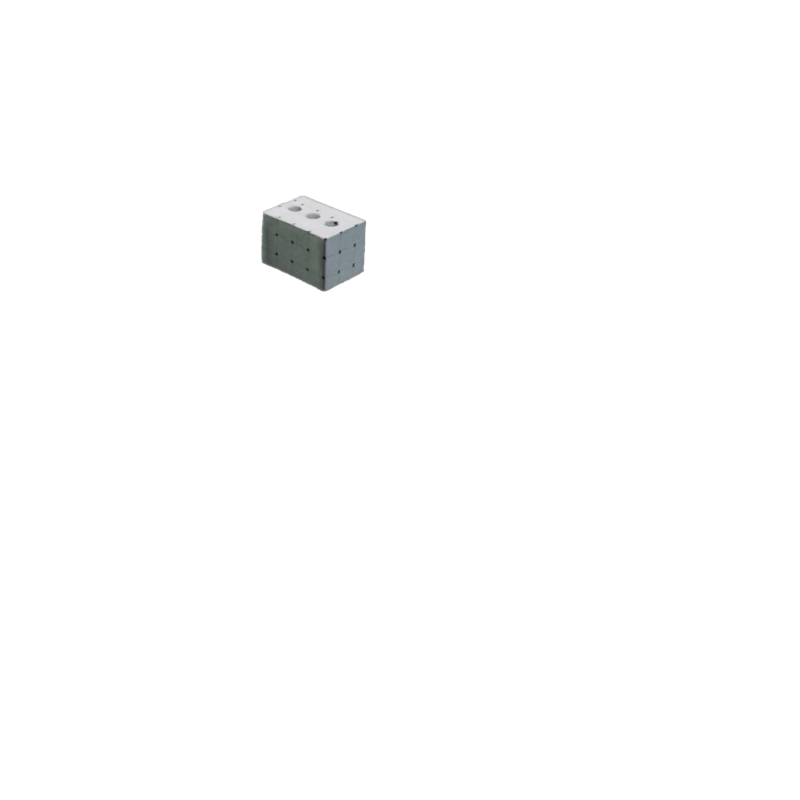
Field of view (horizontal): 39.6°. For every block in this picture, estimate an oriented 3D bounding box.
[{"bbox_3d":[-0.074,-0.136,0.951,0.083,0.048,0.053,26,38,35],"label":"block"}]
